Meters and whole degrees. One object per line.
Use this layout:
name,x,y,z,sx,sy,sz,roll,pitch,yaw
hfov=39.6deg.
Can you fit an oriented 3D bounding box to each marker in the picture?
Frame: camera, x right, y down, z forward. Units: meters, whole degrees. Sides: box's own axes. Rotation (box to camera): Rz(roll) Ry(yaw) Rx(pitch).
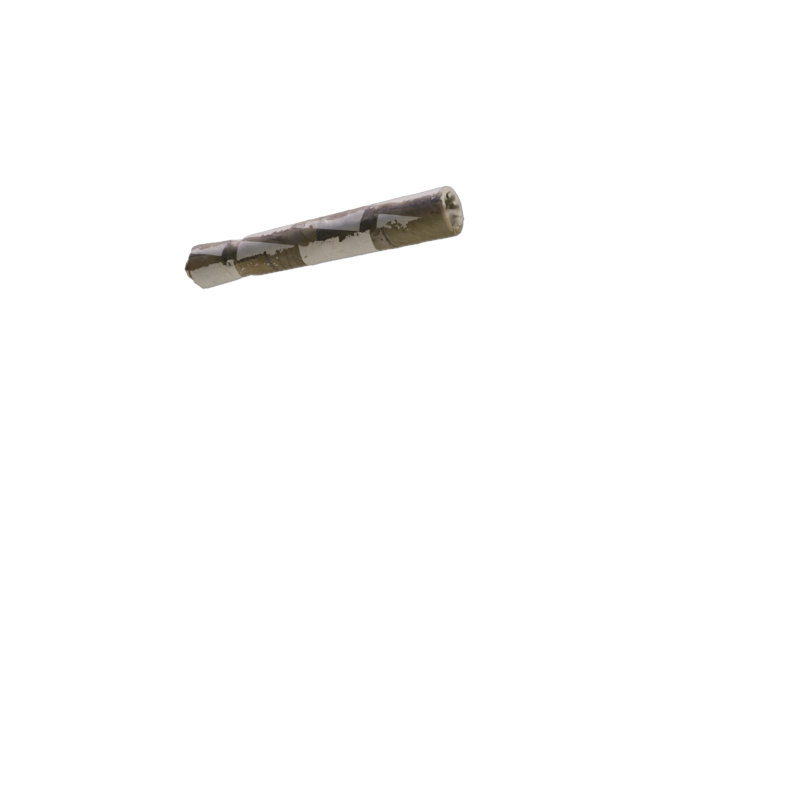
marker,-0.034,-0.062,0.432,0.124,0.020,0.019,-8,0,30
